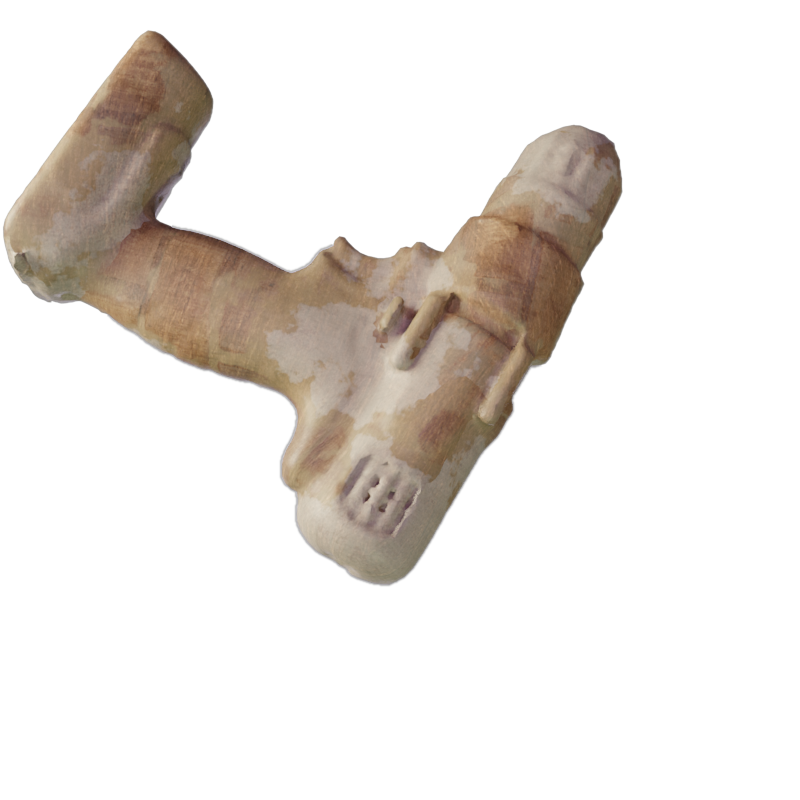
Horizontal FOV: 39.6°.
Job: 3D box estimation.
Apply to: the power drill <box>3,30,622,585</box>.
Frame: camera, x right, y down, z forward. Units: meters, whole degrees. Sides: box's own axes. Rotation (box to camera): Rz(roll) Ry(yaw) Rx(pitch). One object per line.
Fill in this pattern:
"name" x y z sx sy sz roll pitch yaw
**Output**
"power drill" -0.032 -0.058 0.405 0.192 0.188 0.055 30 -17 10
